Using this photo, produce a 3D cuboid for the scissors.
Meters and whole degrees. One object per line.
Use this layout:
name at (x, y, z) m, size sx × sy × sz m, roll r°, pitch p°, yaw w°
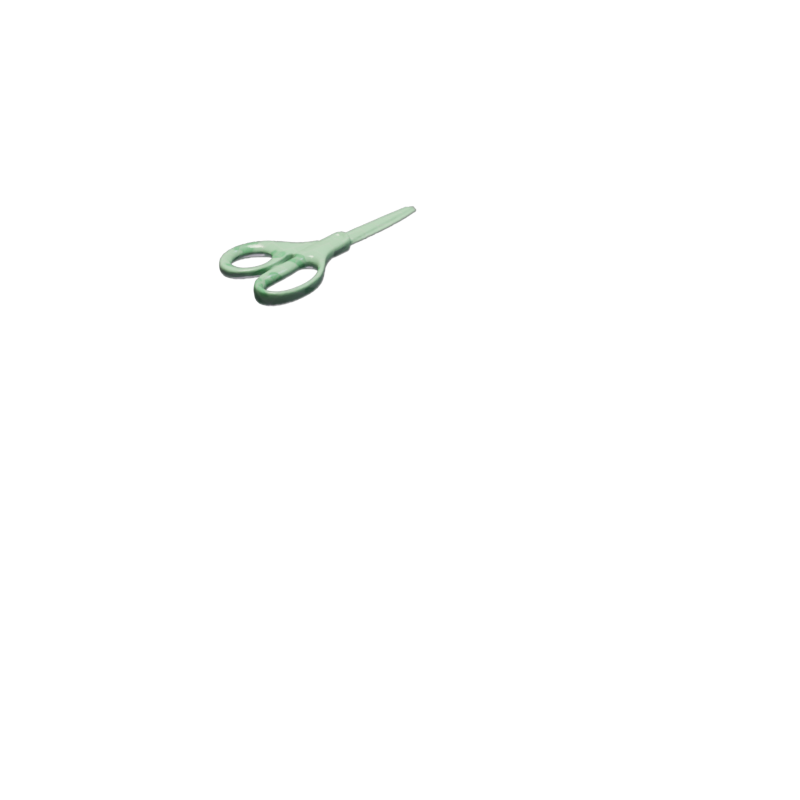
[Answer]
scissors at (-0.072, -0.132, 0.923) m, size 0.100 × 0.015 × 0.206 m, roll 15°, pitch 36°, yaw 22°
